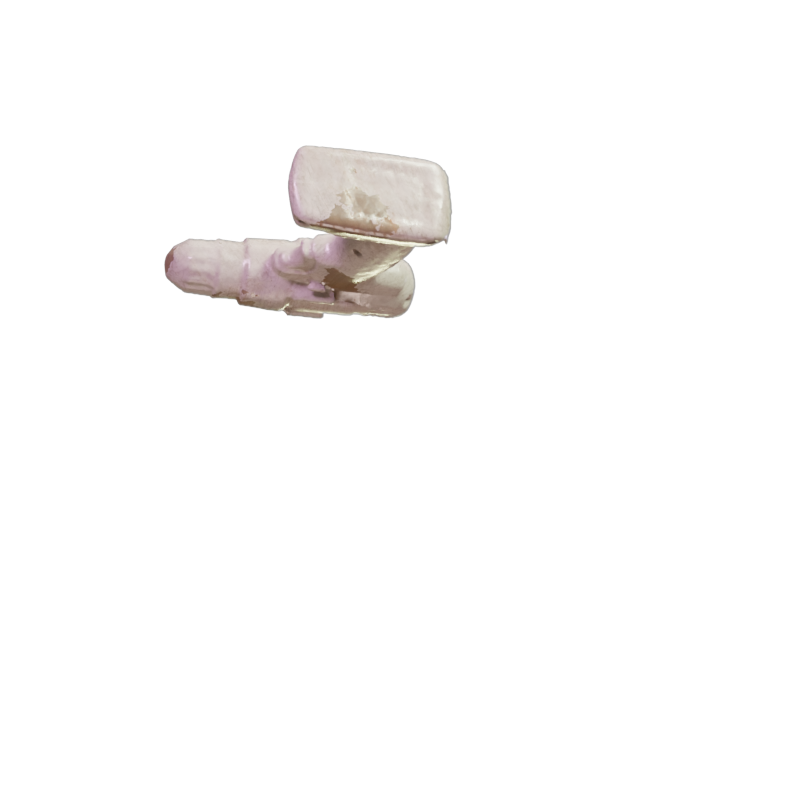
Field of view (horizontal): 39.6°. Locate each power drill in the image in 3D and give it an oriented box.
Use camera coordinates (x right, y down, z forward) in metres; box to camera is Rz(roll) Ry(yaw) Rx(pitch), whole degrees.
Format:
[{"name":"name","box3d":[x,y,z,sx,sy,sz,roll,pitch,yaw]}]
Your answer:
[{"name":"power drill","box3d":[-0.059,-0.107,0.750,0.180,0.060,0.184,4,-14,-16]}]
